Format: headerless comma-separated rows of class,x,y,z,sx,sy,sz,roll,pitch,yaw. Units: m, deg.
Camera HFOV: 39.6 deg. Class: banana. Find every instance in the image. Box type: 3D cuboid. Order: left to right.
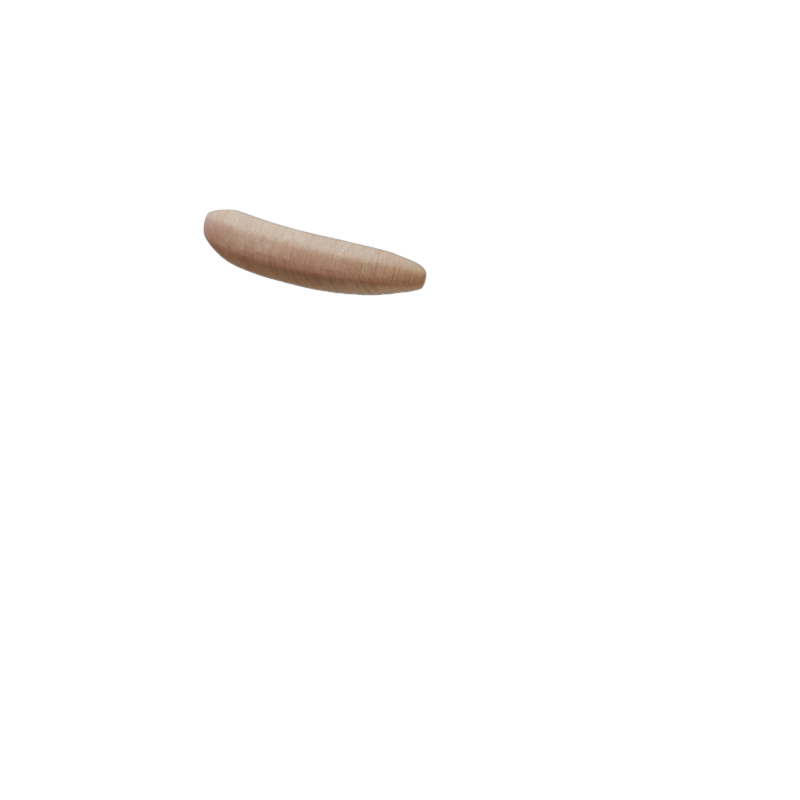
banana,-0.077,-0.108,0.781,0.210,0.035,0.069,23,34,37
